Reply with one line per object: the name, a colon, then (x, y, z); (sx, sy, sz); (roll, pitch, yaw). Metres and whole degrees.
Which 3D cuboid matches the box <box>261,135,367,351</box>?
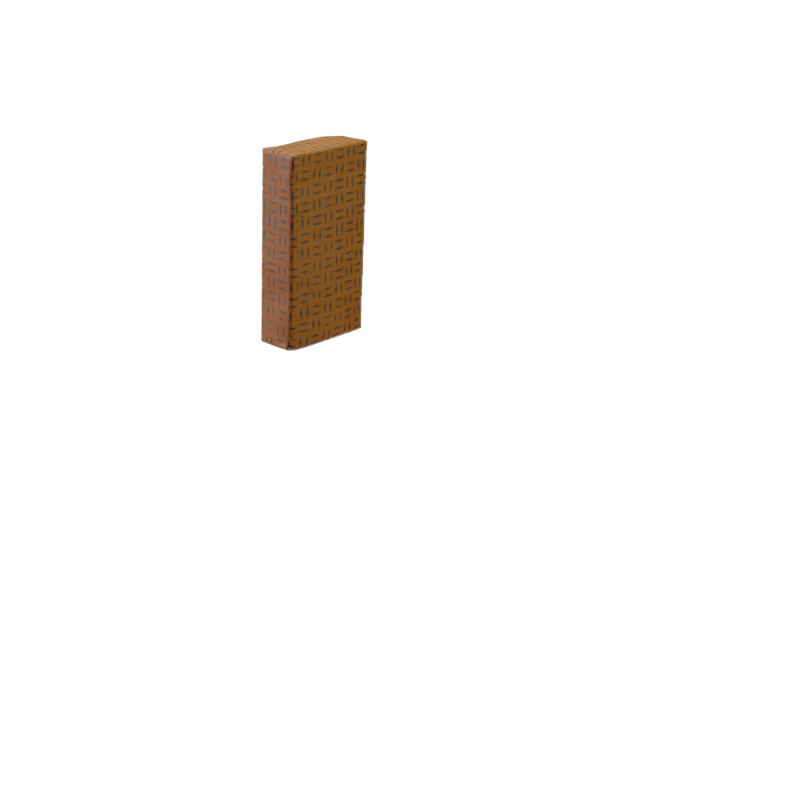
box: (-0.076, -0.138, 0.969); (0.051, 0.170, 0.092); (15, 22, 40)
